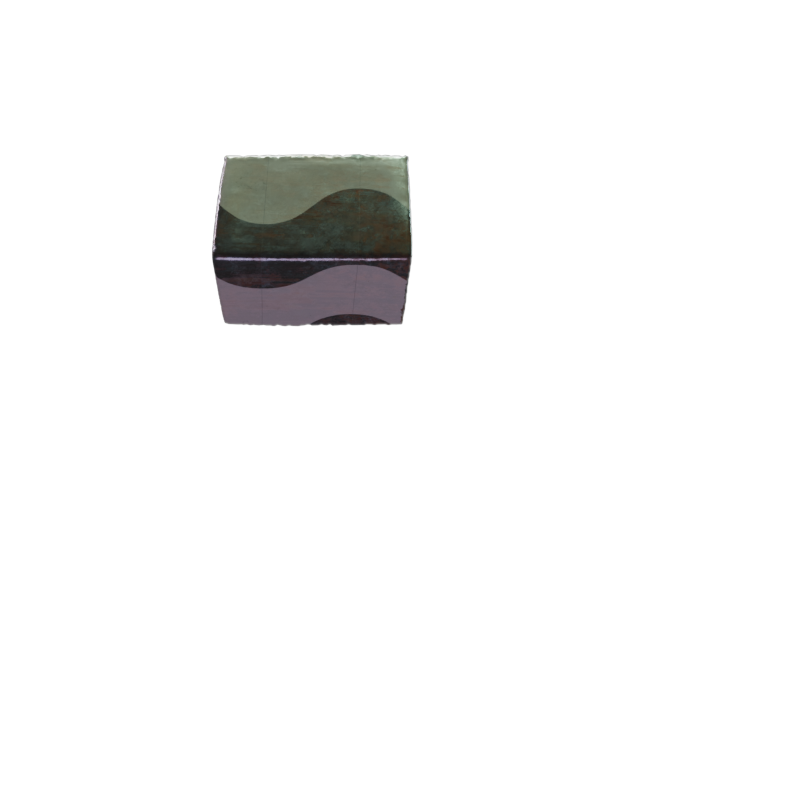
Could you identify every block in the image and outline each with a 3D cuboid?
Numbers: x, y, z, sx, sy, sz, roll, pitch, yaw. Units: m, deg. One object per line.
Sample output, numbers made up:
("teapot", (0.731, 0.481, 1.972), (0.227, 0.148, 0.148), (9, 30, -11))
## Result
("block", (-0.036, -0.065, 0.457), (0.078, 0.055, 0.049), (0, -31, -2))
